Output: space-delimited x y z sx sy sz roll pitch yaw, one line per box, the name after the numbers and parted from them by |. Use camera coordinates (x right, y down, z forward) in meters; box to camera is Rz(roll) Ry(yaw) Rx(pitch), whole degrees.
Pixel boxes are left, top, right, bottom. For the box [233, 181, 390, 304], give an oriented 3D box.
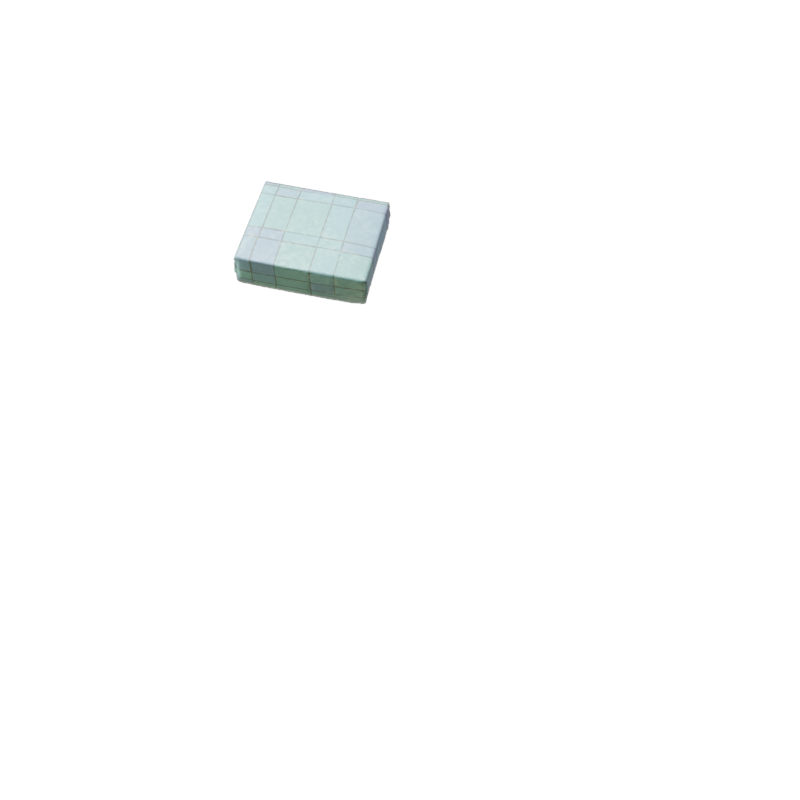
-0.072 -0.132 0.925 0.115 0.095 0.036 11 -36 8 | box
